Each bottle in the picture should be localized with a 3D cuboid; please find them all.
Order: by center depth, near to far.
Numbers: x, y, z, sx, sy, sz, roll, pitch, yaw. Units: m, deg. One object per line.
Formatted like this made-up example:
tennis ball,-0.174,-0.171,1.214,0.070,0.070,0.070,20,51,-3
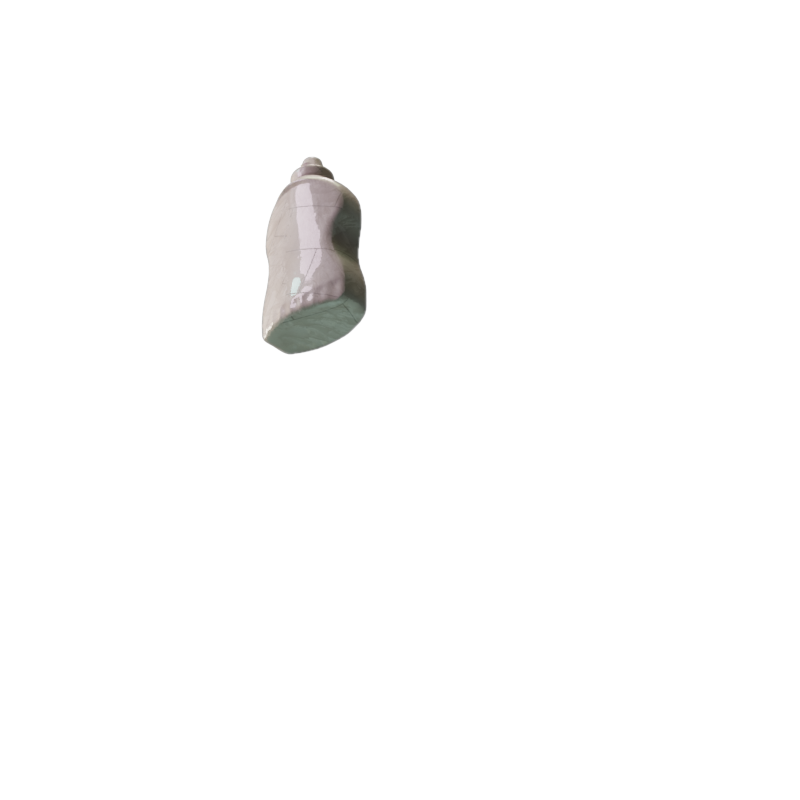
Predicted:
bottle,-0.077,-0.141,0.984,0.096,0.205,0.054,-29,-43,31
